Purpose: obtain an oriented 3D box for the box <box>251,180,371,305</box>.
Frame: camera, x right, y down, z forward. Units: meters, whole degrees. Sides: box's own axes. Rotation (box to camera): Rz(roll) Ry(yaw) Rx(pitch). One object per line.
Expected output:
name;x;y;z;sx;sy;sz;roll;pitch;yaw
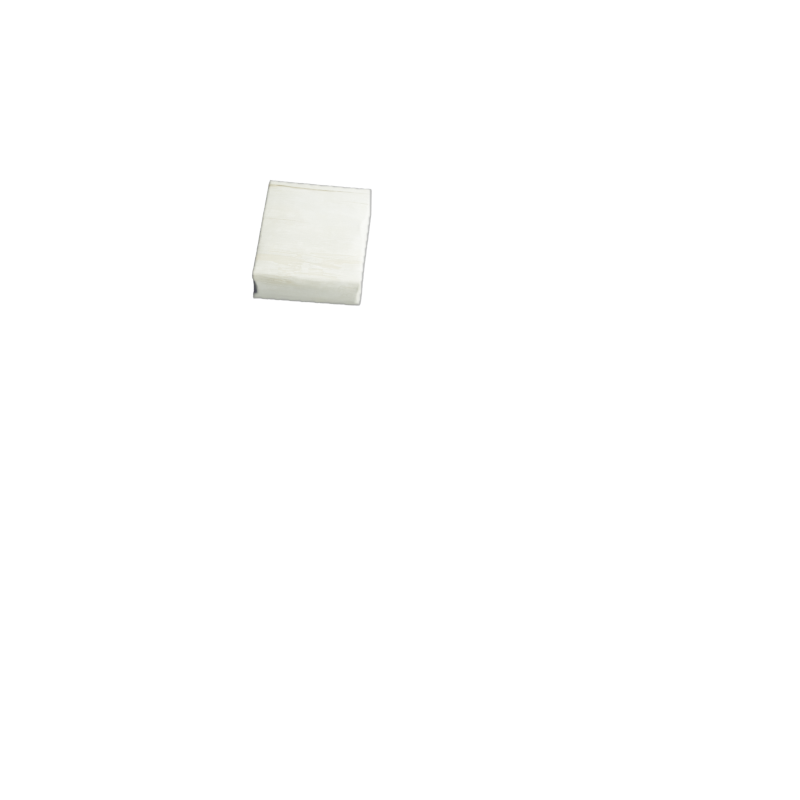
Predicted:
box;-0.059;-0.108;0.756;0.073;0.095;0.028;4;-38;3
